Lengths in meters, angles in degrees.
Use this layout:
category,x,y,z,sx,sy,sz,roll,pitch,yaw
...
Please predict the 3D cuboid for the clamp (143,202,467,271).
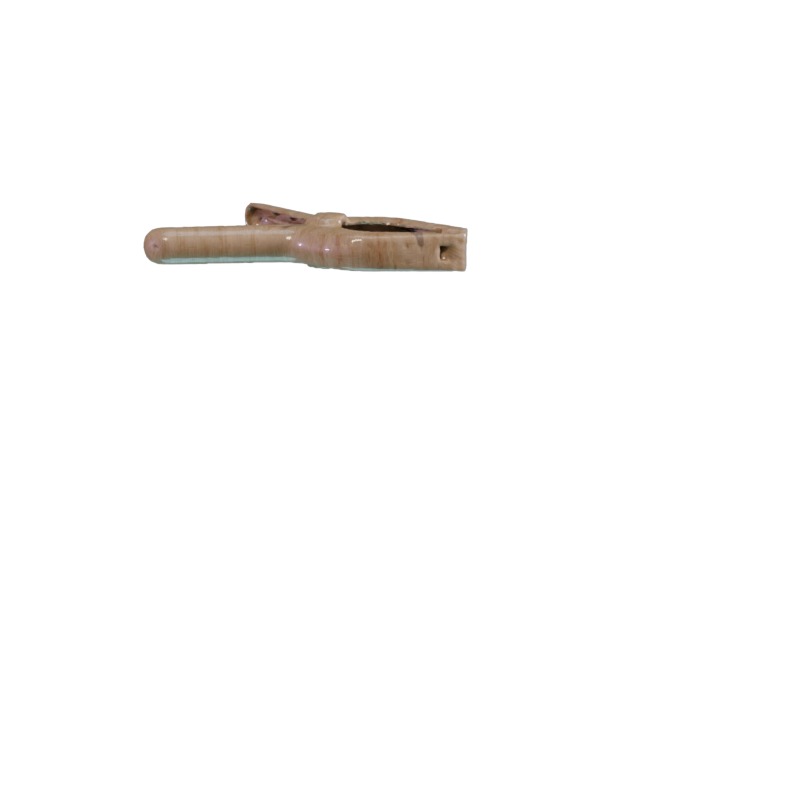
category,x,y,z,sx,sy,sz,roll,pitch,yaw
clamp,-0.060,-0.110,0.767,0.218,0.035,0.163,9,20,27
